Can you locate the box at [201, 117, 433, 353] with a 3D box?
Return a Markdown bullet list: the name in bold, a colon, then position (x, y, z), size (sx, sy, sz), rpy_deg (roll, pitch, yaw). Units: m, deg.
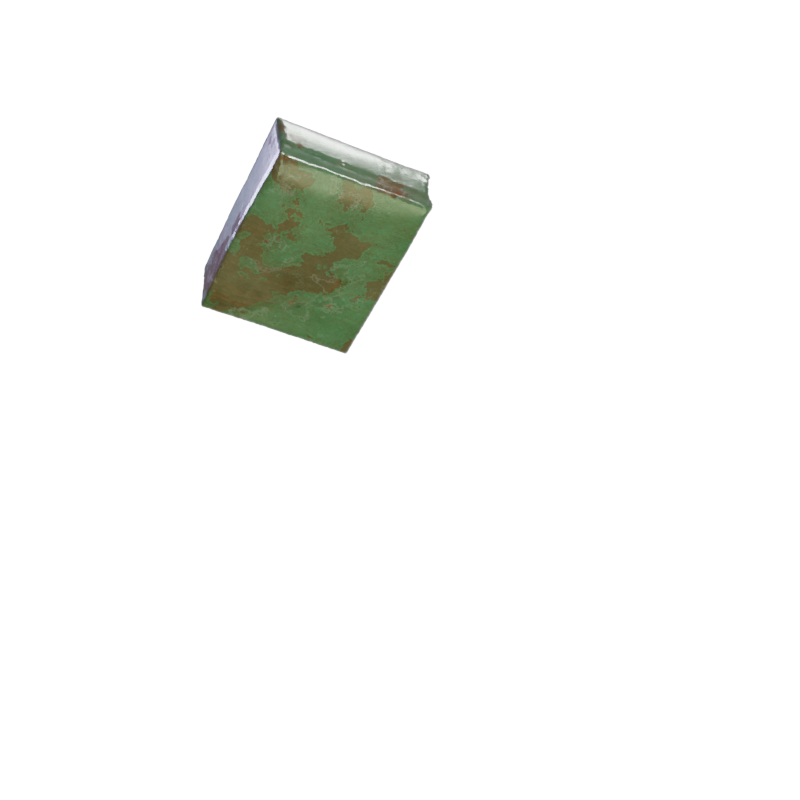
- **box**: position (-0.047, -0.086, 0.600), size (0.087, 0.109, 0.042), rpy_deg (19, 39, -17)
